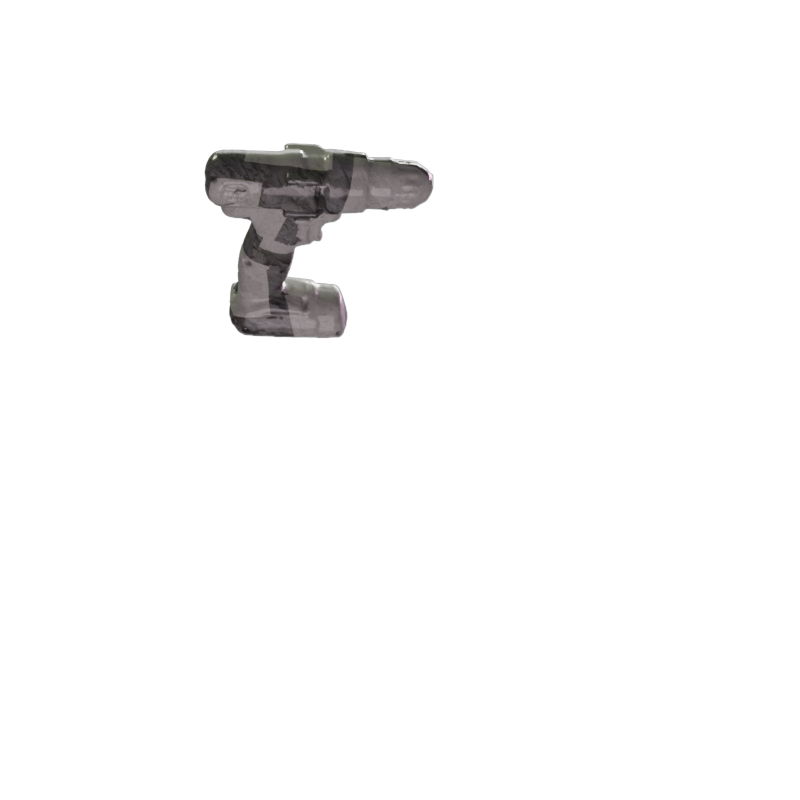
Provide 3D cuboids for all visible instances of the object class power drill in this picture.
[{"bbox_3d":[-0.074,-0.134,0.939,0.183,0.062,0.176,4,-45,-4],"label":"power drill"}]
